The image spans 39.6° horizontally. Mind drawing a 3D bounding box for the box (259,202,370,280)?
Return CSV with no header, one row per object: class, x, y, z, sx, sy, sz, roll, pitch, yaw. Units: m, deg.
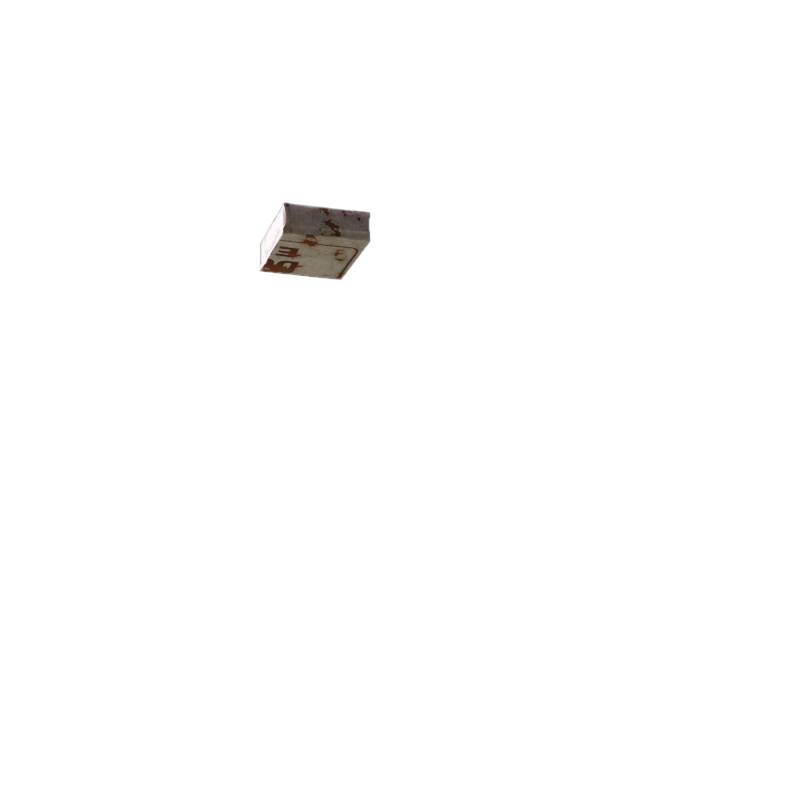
box,-0.071,-0.130,0.910,0.071,0.032,0.087,5,-18,-16
